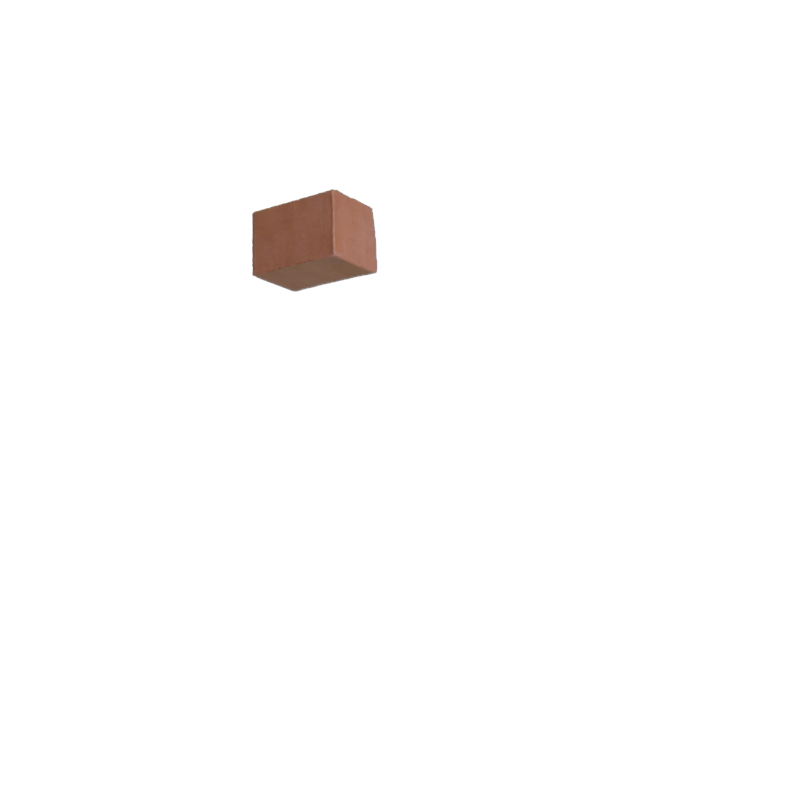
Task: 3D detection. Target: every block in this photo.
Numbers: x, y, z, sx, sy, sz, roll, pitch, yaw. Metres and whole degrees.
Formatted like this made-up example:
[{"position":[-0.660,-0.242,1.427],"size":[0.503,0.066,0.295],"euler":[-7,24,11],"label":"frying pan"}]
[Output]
[{"position":[-0.063,-0.116,0.809],"size":[0.080,0.053,0.049],"euler":[-10,-18,33],"label":"block"}]
